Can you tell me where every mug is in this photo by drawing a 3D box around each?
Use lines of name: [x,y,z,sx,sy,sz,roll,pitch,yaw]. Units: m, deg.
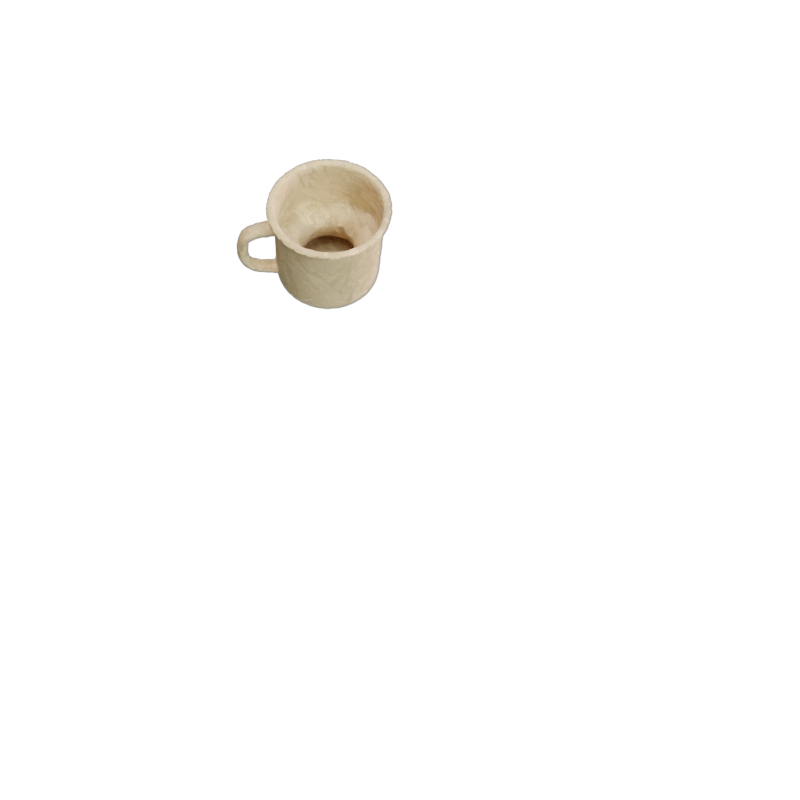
mug: [-0.066,-0.121,0.845,0.116,0.100,0.076,-12,-31,-9]
